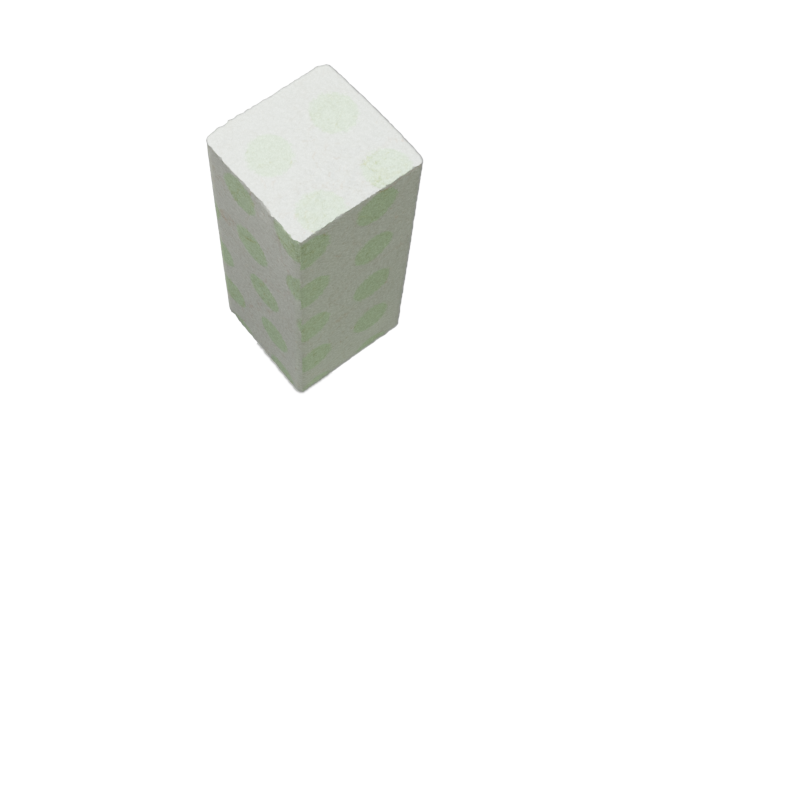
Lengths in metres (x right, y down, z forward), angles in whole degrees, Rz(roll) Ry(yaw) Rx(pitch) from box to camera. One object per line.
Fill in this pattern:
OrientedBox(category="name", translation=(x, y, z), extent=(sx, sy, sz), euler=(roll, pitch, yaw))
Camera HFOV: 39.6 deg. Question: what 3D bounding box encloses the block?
OrientedBox(category="block", translation=(-0.055, -0.101, 0.700), extent=(0.091, 0.095, 0.195), euler=(-36, -17, -18))
